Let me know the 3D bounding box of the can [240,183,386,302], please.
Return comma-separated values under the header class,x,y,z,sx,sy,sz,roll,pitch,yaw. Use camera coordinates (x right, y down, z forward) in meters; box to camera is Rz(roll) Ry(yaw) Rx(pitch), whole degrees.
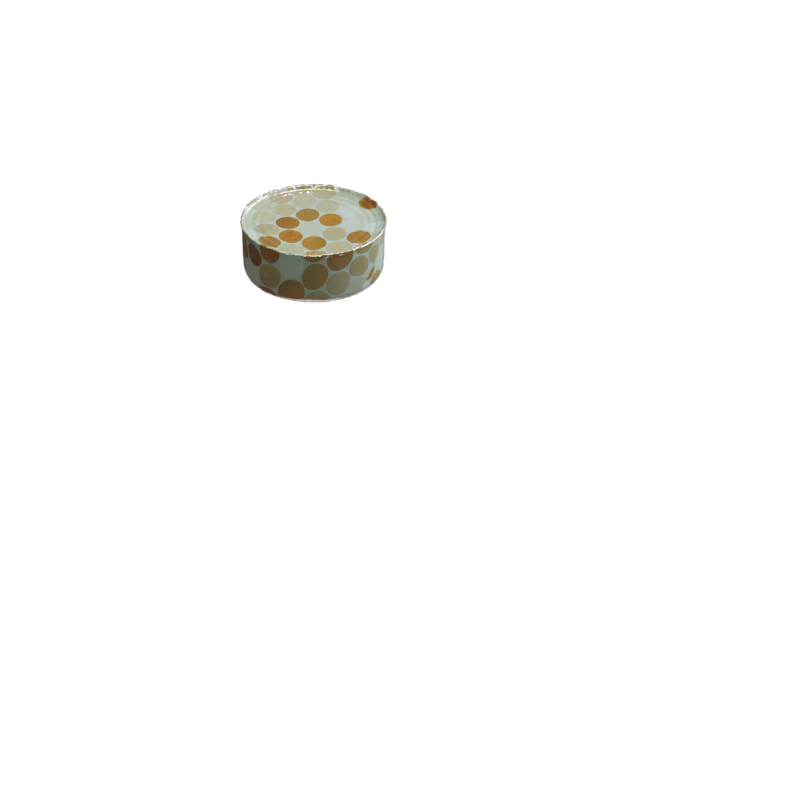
class,x,y,z,sx,sy,sz,roll,pitch,yaw
can,-0.051,-0.094,0.656,0.086,0.031,0.092,-1,36,-2
